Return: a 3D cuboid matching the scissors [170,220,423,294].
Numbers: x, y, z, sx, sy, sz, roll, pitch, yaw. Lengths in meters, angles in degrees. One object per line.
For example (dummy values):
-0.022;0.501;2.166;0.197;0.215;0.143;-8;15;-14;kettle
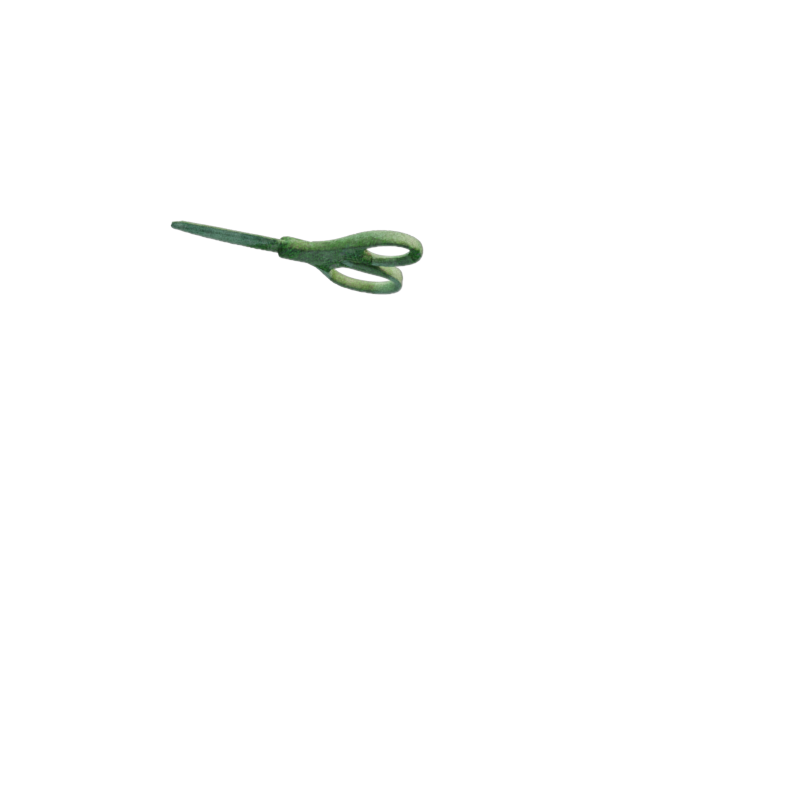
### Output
-0.067;-0.123;0.860;0.191;0.017;0.096;18;-29;-35;scissors
